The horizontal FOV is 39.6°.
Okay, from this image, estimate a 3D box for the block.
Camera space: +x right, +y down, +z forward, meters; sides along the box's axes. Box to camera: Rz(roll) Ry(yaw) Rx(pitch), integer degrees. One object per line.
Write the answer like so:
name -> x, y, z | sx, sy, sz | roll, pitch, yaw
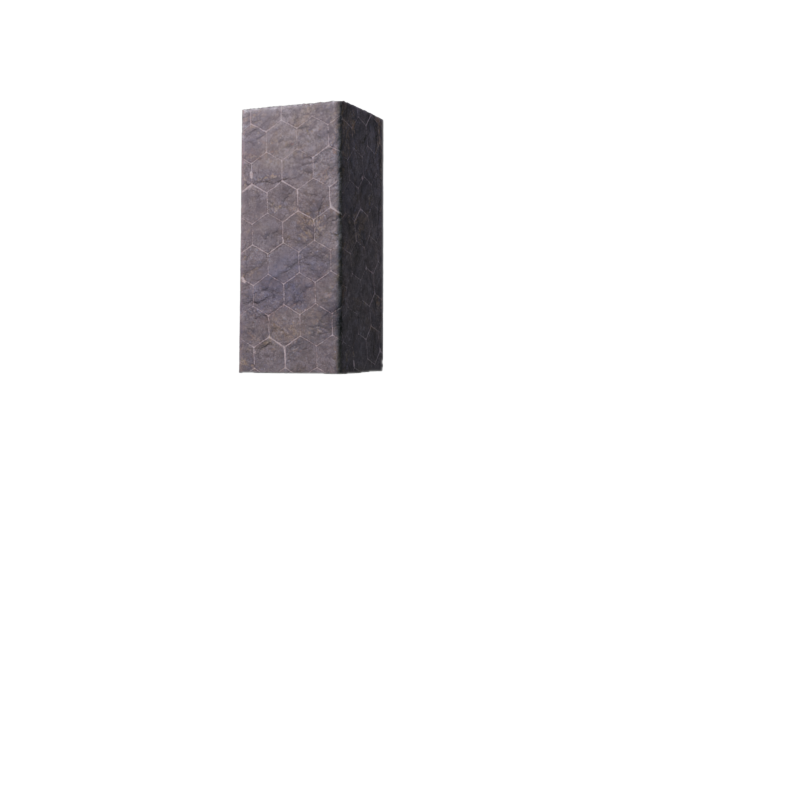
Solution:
block -> -0.069, -0.126, 0.883 | 0.093, 0.208, 0.087 | -2, -4, 23
